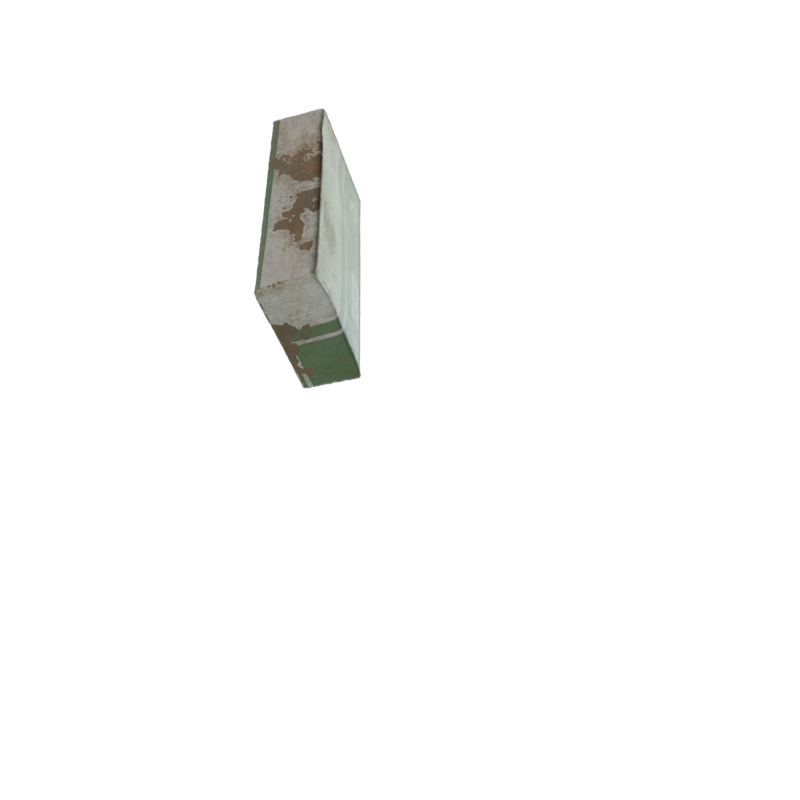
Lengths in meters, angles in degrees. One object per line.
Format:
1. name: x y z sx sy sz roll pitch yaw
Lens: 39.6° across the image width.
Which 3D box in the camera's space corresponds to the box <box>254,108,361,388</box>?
1. box: -0.058 -0.105 0.740 0.048 0.189 0.086 -14 -47 10
